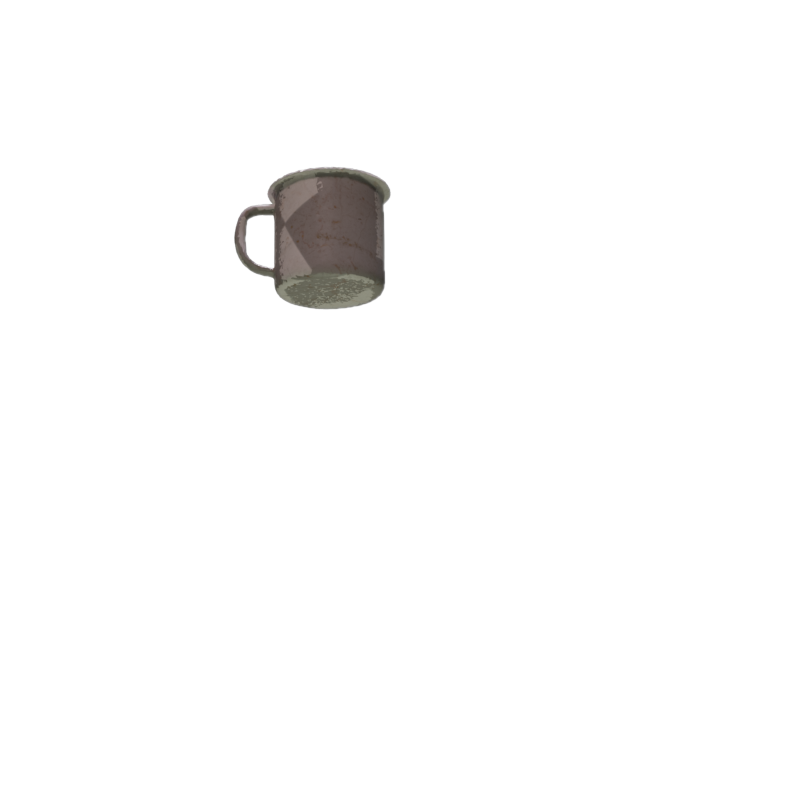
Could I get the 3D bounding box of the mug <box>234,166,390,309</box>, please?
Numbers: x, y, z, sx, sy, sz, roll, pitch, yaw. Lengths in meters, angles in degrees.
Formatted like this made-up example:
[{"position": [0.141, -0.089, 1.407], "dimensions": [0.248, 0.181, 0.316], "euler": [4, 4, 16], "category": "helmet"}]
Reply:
[{"position": [-0.064, -0.117, 0.822], "dimensions": [0.116, 0.085, 0.090], "euler": [2, -17, -8], "category": "mug"}]
